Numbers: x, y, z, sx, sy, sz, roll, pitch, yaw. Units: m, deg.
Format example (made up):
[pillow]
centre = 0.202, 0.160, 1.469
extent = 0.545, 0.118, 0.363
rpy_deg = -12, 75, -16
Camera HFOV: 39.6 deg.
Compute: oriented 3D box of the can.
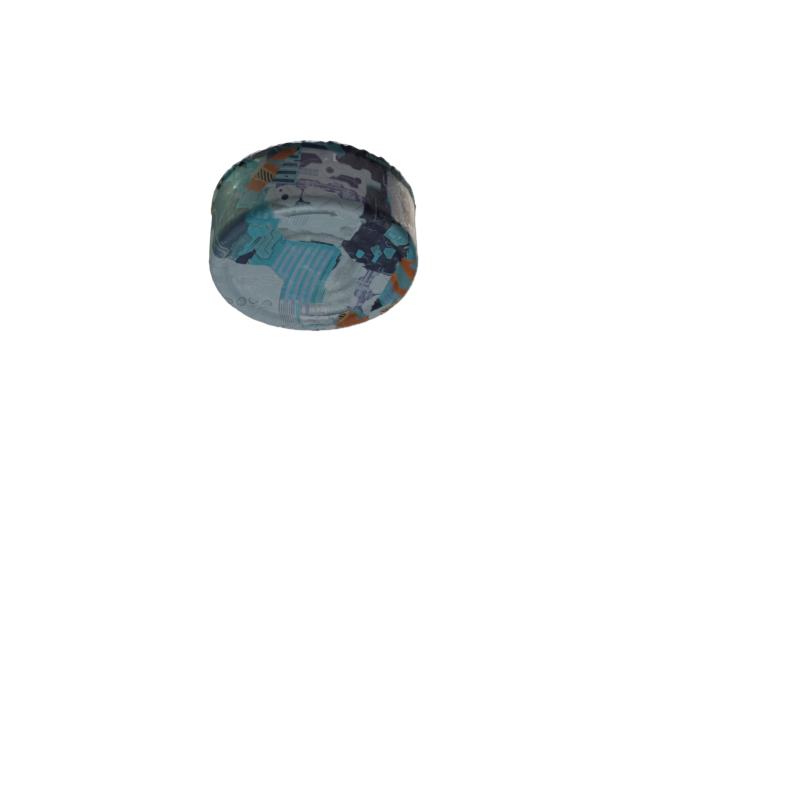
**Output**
[can]
centre = -0.036, -0.065, 0.454
extent = 0.086, 0.036, 0.080
rpy_deg = 1, -34, -2
